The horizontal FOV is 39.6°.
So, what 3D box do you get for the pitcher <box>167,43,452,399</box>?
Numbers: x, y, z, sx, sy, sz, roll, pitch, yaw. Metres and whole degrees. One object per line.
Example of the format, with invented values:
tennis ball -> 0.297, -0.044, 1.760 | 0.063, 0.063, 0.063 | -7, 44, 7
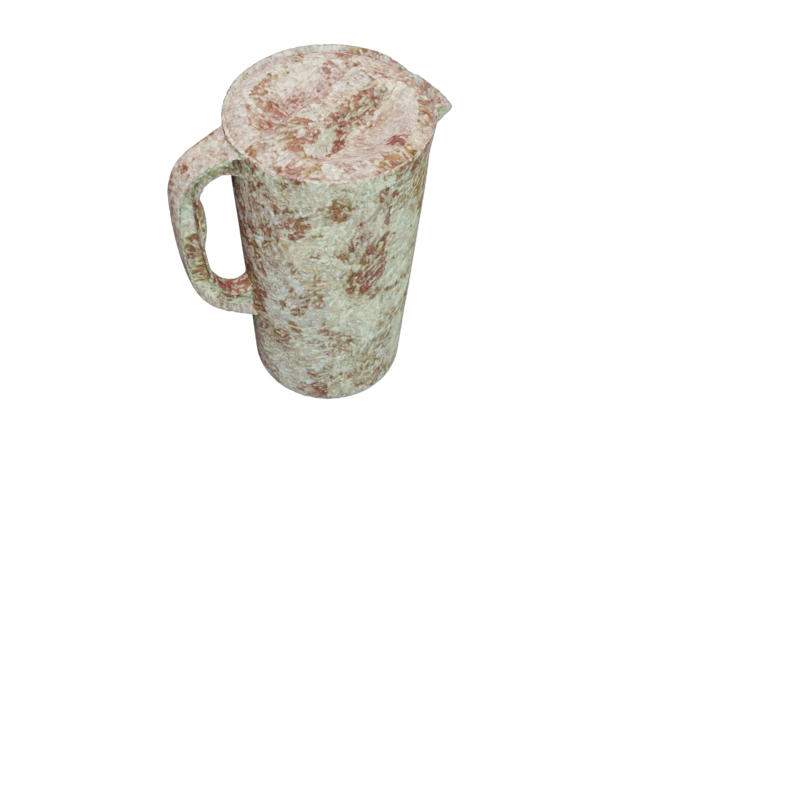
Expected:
pitcher -> -0.059, -0.108, 0.759 | 0.153, 0.152, 0.226 | 17, -39, 11
